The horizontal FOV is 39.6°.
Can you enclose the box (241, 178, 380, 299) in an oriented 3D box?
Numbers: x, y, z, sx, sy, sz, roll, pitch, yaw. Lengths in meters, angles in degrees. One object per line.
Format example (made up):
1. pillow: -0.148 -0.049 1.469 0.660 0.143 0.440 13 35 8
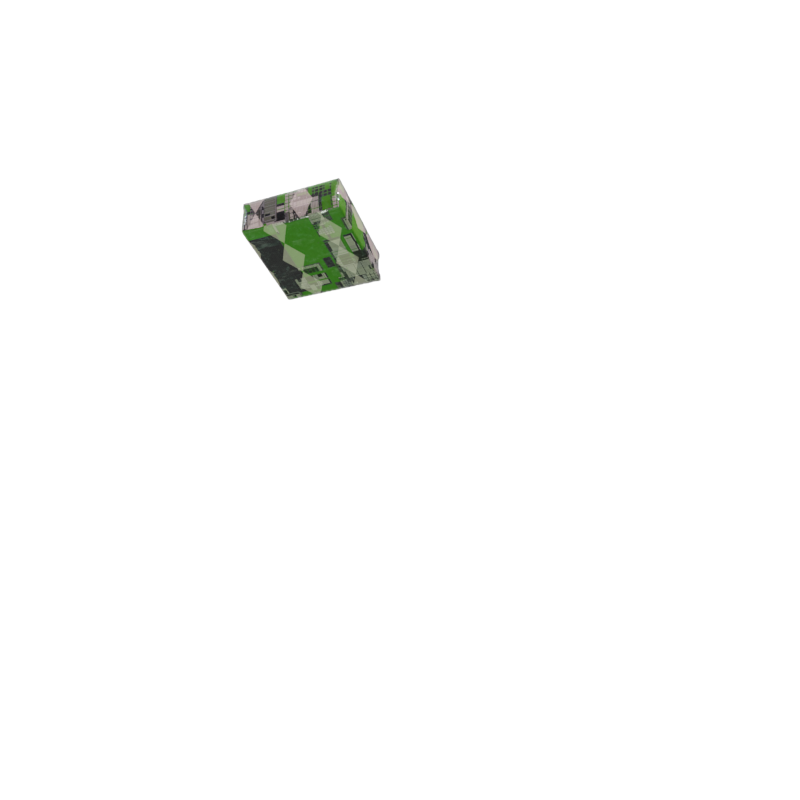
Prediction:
1. box: -0.062 -0.113 0.790 0.074 0.032 0.082 -12 -36 16
